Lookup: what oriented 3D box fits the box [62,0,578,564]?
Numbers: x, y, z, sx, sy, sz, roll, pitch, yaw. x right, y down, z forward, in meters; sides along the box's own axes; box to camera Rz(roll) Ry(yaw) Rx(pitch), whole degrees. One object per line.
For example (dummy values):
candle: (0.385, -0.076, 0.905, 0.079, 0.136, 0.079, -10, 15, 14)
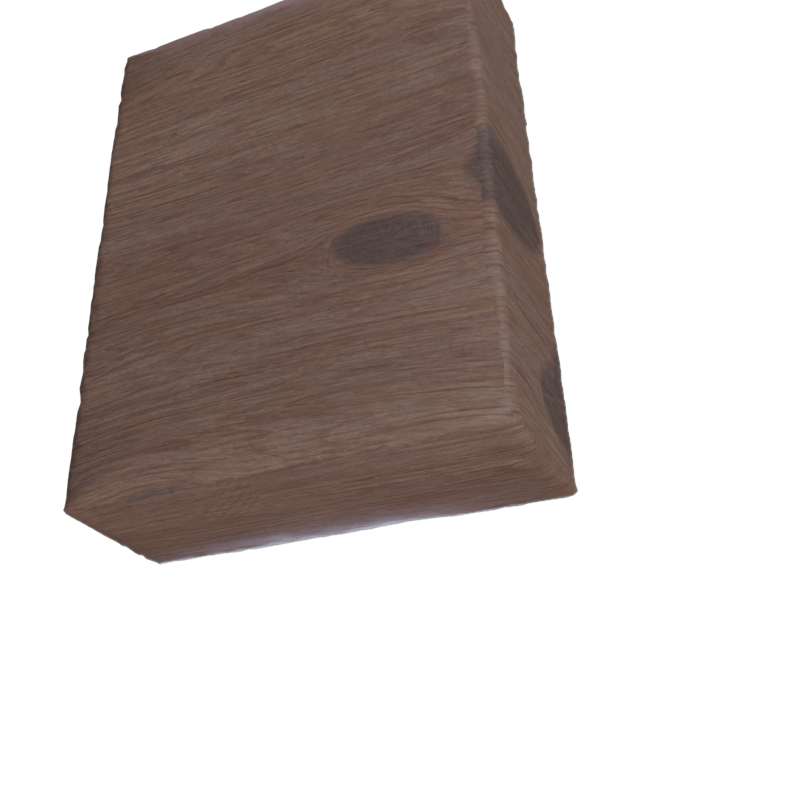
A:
box: (-0.033, -0.061, 0.425, 0.166, 0.228, 0.066, -14, -33, 20)
